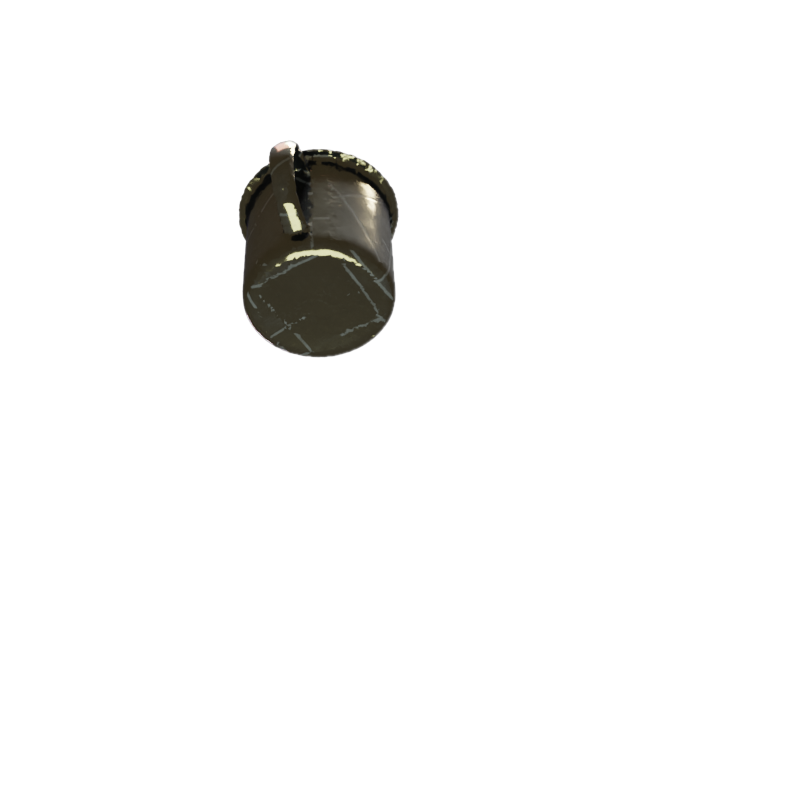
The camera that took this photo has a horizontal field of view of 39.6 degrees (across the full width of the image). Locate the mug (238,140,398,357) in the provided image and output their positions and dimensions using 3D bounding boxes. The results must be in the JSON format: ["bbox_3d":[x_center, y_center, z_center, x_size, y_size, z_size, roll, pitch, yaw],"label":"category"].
[{"bbox_3d":[-0.048,-0.087,0.607,0.094,0.108,0.087,-10,41,7],"label":"mug"}]
